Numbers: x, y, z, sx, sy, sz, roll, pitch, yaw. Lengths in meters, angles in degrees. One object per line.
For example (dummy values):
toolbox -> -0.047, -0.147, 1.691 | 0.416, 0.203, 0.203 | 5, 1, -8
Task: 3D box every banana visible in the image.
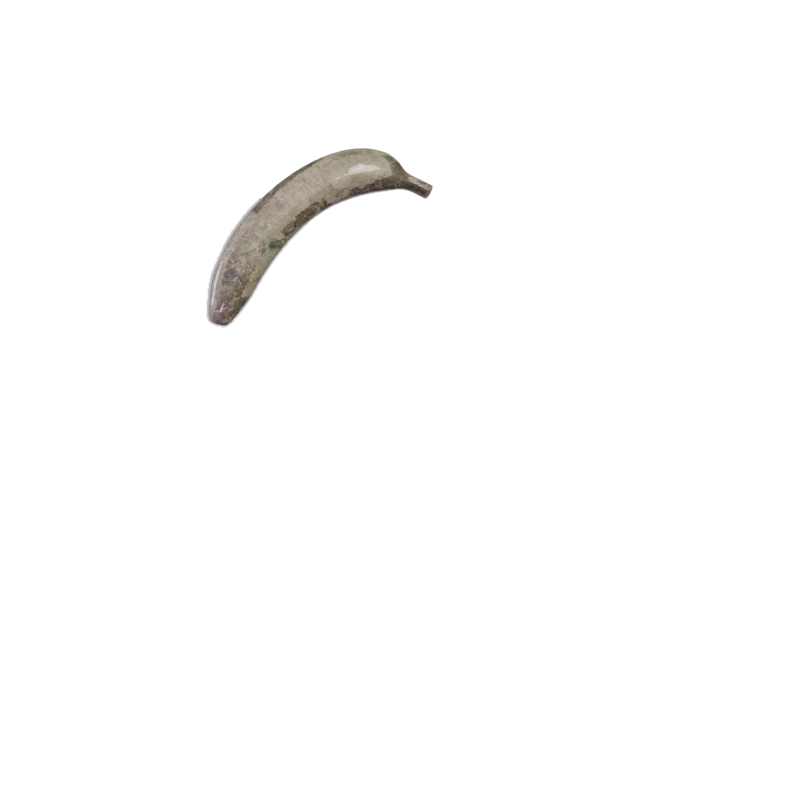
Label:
banana -> -0.072, -0.134, 0.823 | 0.198, 0.072, 0.035 | -34, -14, -11
